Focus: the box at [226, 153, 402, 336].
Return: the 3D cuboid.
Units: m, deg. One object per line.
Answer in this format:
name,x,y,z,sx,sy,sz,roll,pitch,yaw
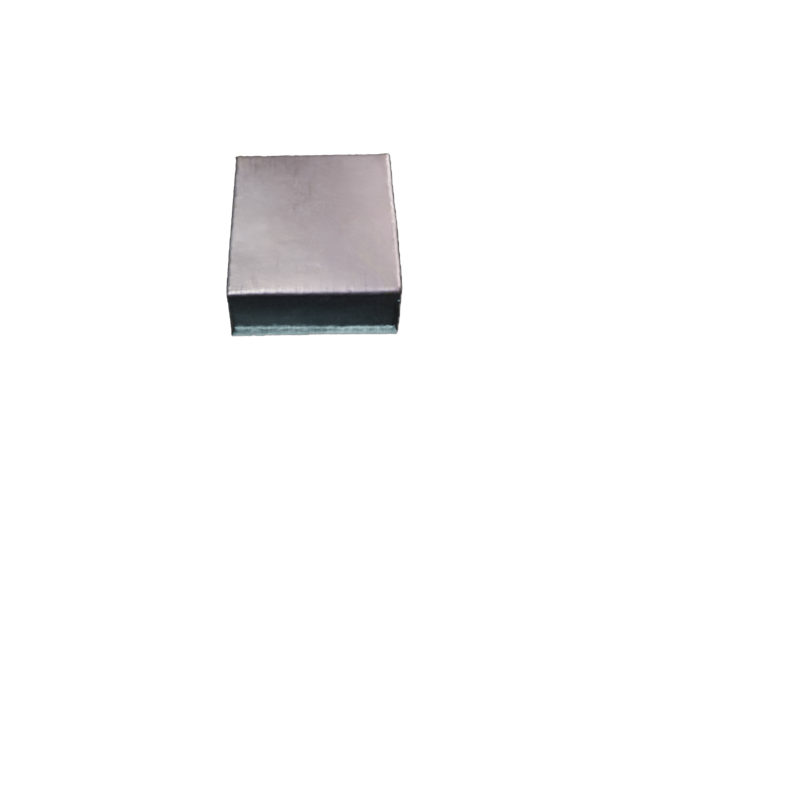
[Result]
box,-0.047,-0.087,0.607,0.090,0.122,0.036,-2,-43,-2
